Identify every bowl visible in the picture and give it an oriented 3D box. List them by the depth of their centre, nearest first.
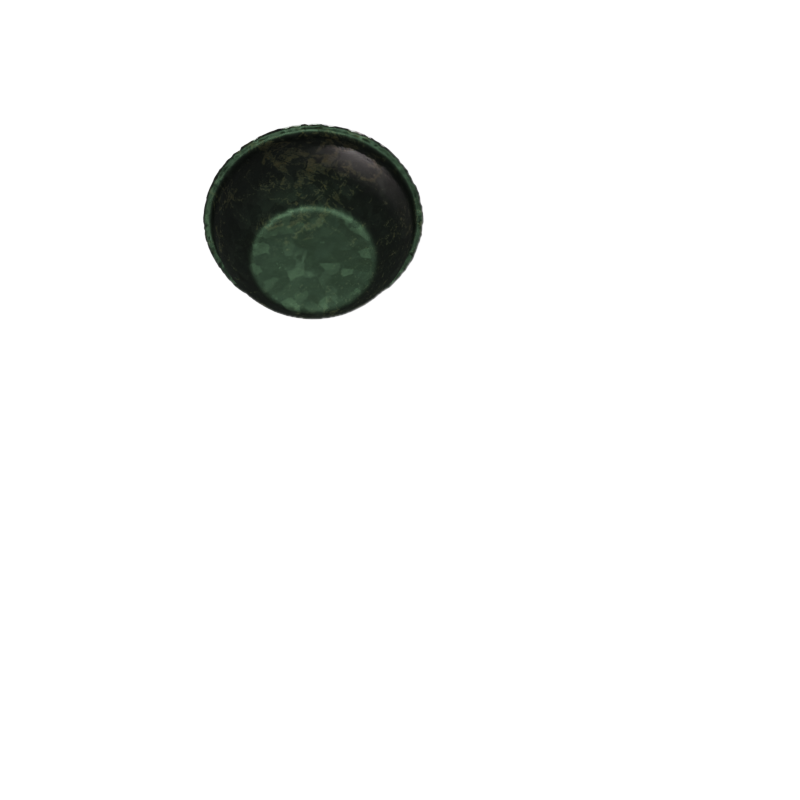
[{"bbox_3d":[-0.062,-0.113,0.793,0.162,0.152,0.059,1,35,-1],"label":"bowl"}]
